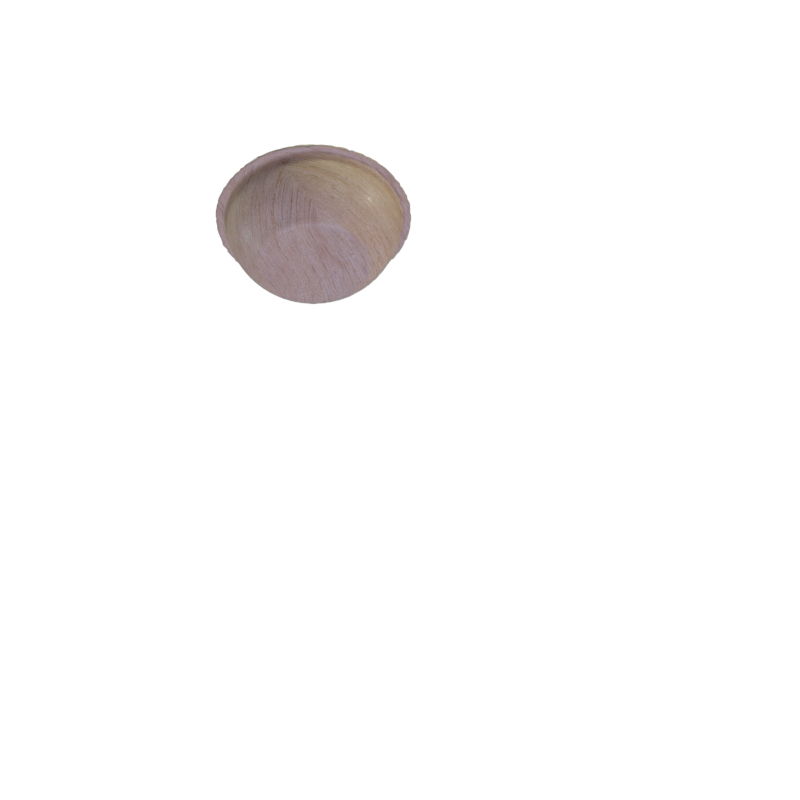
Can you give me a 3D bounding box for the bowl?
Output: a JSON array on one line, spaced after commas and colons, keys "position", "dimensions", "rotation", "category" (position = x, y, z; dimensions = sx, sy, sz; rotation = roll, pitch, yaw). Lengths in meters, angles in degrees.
[{"position": [-0.070, -0.129, 0.900], "dimensions": [0.162, 0.059, 0.151], "rotation": [1, -42, -1], "category": "bowl"}]
